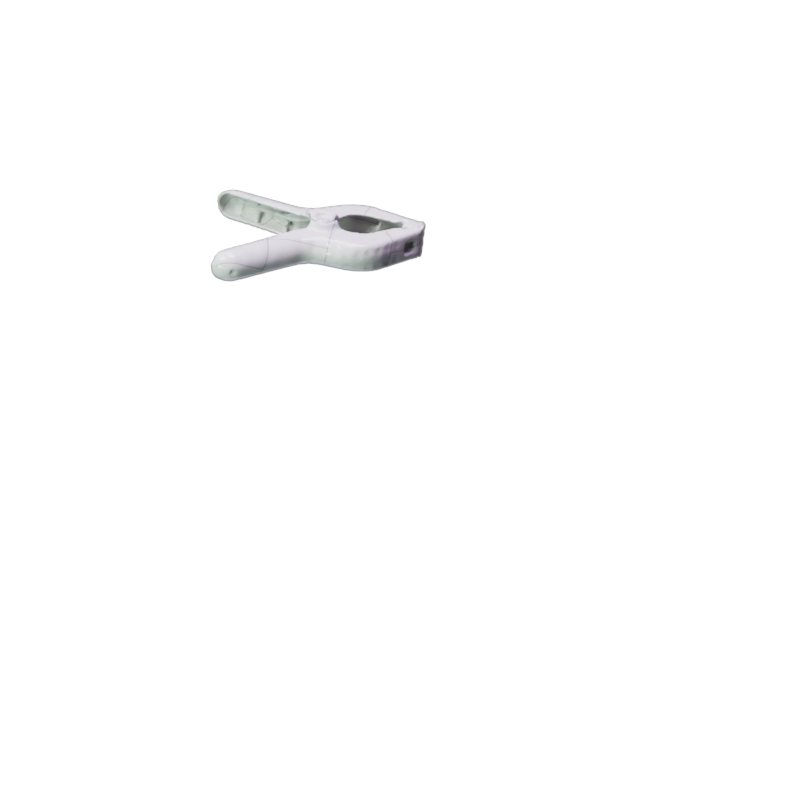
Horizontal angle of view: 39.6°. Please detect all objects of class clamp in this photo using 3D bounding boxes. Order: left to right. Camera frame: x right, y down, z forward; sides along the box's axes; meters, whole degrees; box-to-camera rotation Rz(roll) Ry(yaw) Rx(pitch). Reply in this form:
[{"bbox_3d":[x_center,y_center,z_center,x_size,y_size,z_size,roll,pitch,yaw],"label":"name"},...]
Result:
[{"bbox_3d":[-0.067,-0.123,0.861,0.173,0.037,0.128,4,40,4],"label":"clamp"}]
